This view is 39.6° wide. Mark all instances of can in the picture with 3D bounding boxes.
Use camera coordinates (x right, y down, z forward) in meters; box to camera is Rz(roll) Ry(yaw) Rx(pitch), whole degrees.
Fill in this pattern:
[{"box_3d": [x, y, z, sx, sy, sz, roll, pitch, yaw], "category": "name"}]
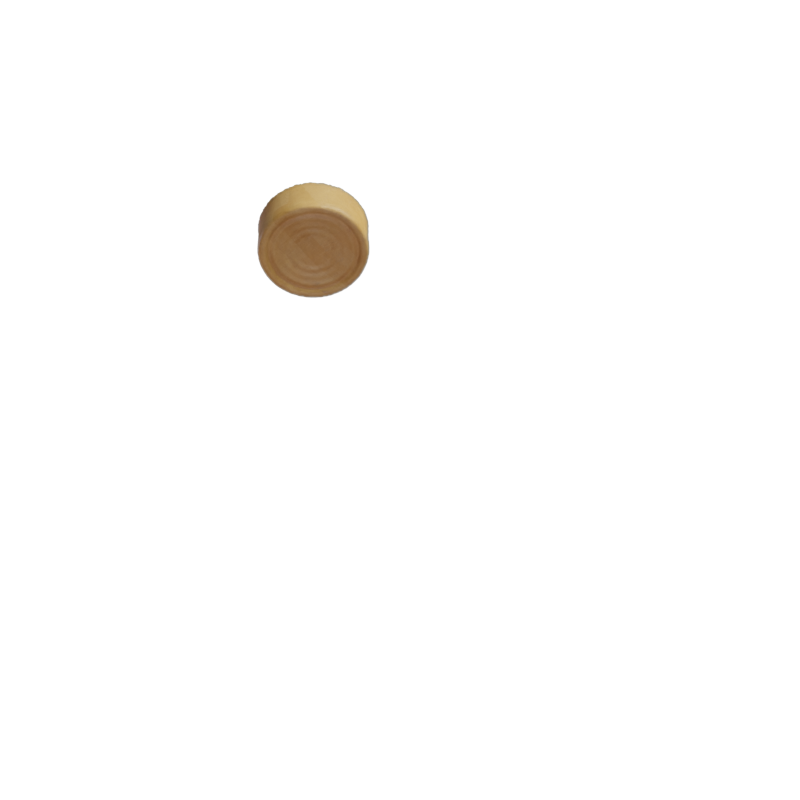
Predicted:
[{"box_3d": [-0.066, -0.120, 0.843, 0.086, 0.080, 0.036, 1, 36, -1], "category": "can"}]
